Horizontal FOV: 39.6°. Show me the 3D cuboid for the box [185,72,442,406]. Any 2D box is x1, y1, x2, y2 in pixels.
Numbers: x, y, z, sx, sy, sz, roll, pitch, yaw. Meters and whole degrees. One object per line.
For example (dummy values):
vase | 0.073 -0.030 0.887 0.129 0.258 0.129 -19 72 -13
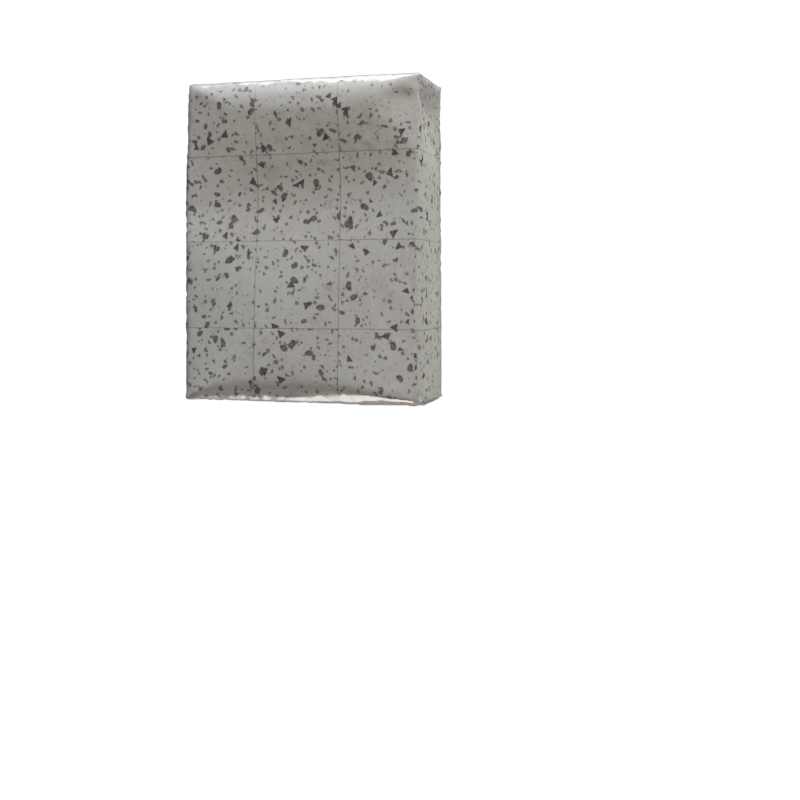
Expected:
box | -0.058 -0.106 0.743 0.168 0.214 0.070 0 -1 16
